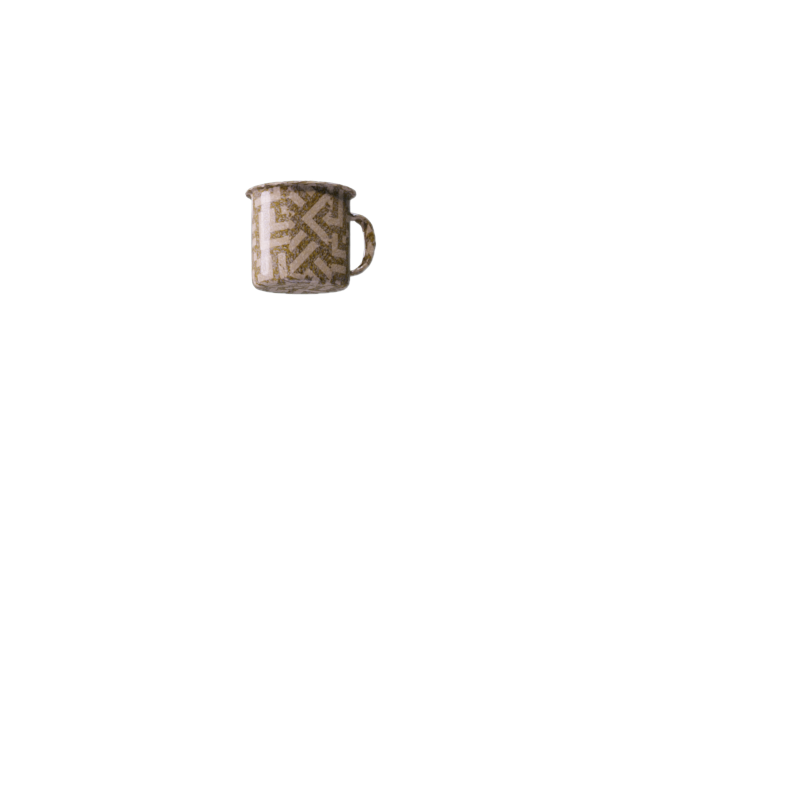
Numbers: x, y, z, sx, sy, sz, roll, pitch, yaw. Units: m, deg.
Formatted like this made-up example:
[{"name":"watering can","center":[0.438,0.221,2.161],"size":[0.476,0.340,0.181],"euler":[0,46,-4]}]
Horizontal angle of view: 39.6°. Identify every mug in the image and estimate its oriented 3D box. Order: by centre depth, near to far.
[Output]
[{"name":"mug","center":[-0.072,-0.132,0.924],"size":[0.112,0.083,0.095],"euler":[3,-6,-33]}]
